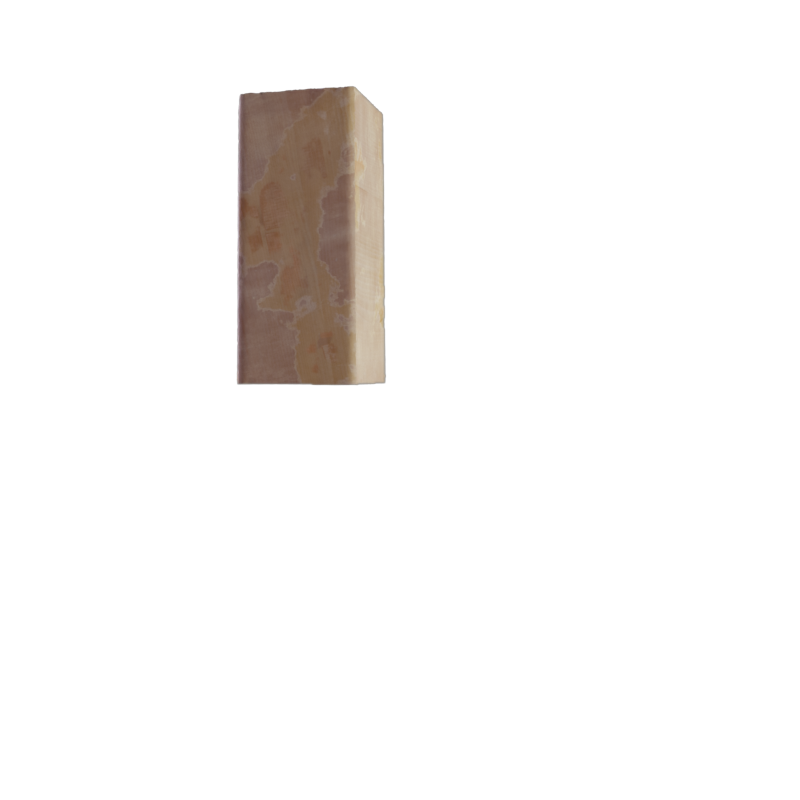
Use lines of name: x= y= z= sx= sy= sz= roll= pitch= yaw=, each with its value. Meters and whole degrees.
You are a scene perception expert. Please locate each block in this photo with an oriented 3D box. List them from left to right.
block: x=-0.064 y=-0.116 z=0.809 sx=0.092 sy=0.209 sz=0.088 roll=-2 pitch=-5 yaw=14
